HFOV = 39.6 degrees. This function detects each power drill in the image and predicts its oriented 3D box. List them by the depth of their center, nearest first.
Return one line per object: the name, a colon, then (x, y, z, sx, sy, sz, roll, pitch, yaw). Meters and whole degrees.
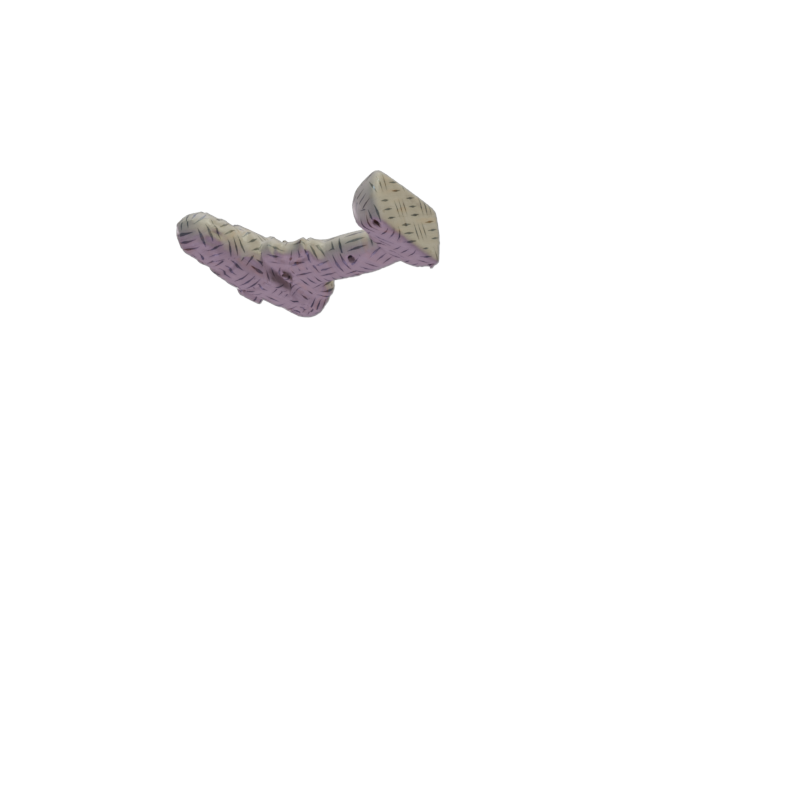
power drill: (-0.075, -0.137, 0.962, 0.190, 0.060, 0.172, -14, -24, 34)
